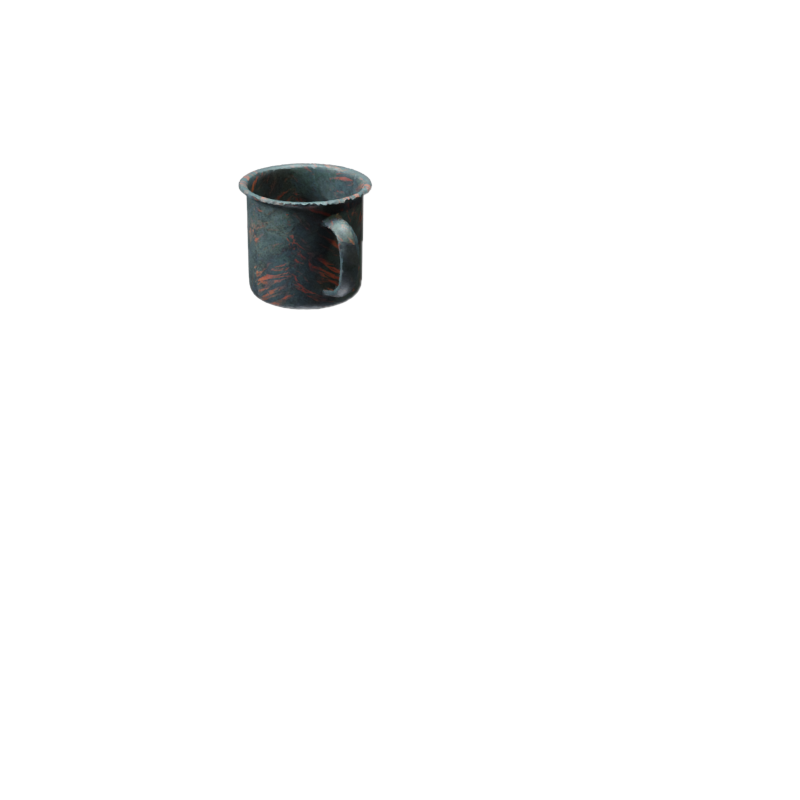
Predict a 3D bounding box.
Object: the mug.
[{"bbox_3d":[-0.061,-0.111,0.775,0.091,0.077,0.126,-14,29,-28],"label":"mug"}]
